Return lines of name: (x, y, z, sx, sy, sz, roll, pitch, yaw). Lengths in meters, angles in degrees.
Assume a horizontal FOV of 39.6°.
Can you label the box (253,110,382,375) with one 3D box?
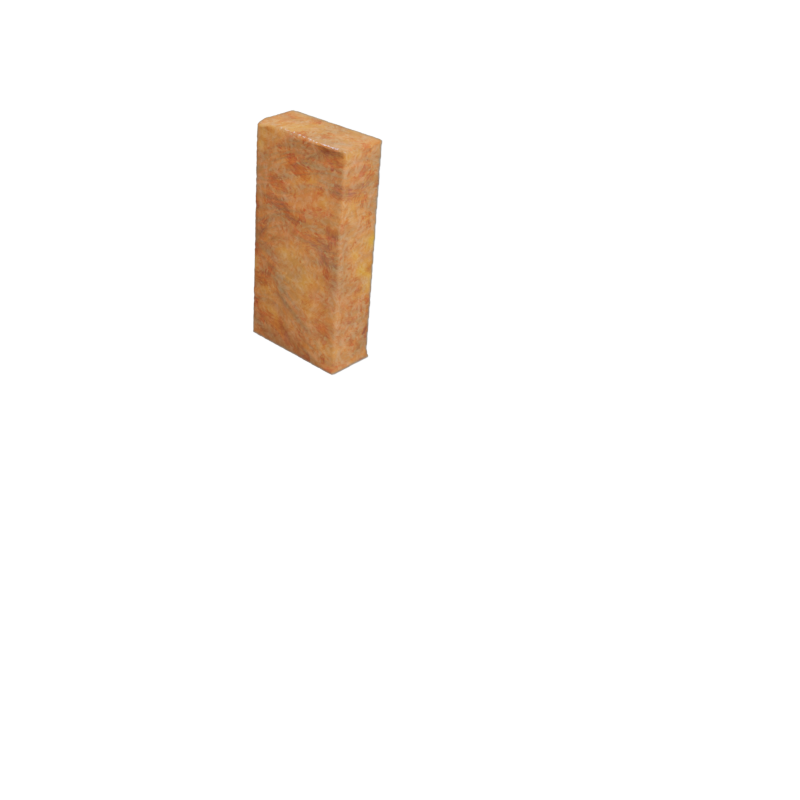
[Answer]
box: (-0.065, -0.117, 0.820, 0.099, 0.167, 0.048, 25, 35, 37)
